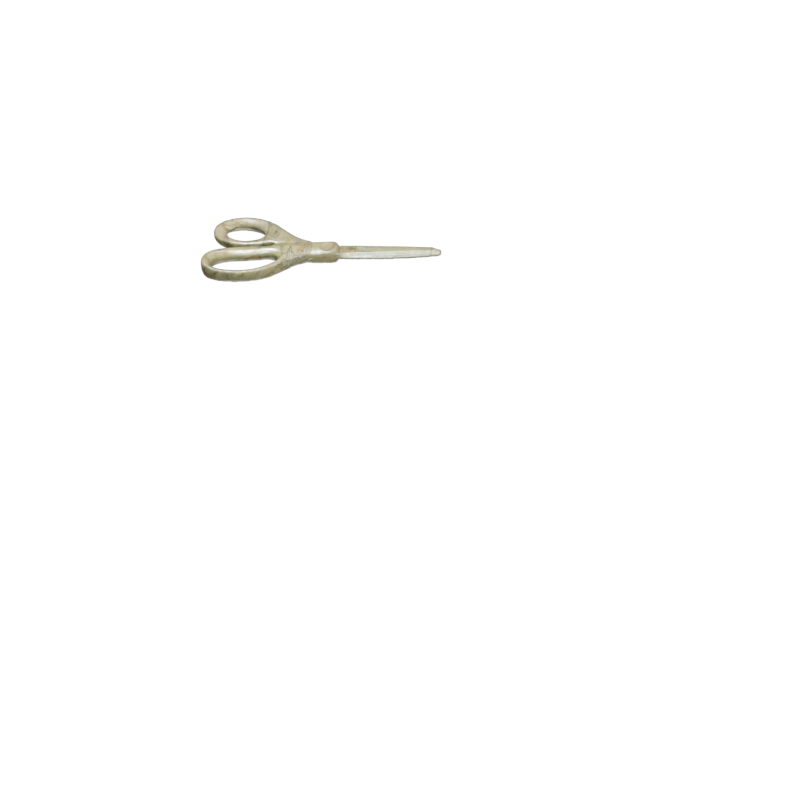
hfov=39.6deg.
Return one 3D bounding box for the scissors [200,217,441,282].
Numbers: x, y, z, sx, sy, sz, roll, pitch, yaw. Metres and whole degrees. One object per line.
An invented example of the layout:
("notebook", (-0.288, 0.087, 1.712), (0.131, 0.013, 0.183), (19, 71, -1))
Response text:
("scissors", (-0.075, -0.137, 0.962), (0.199, 0.015, 0.104), (-10, 39, -13))
